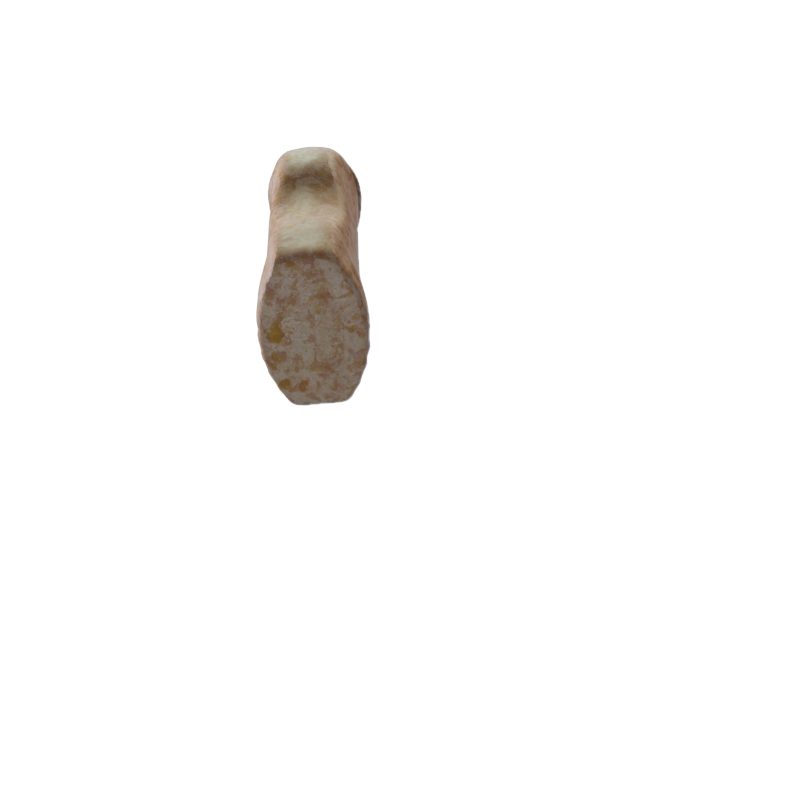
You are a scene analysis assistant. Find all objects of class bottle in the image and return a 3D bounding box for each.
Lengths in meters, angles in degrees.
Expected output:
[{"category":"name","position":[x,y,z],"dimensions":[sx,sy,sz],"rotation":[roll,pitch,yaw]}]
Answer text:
[{"category":"bottle","position":[-0.050,-0.092,0.641],"dimensions":[0.058,0.089,0.205],"rotation":[-7,36,1]}]
